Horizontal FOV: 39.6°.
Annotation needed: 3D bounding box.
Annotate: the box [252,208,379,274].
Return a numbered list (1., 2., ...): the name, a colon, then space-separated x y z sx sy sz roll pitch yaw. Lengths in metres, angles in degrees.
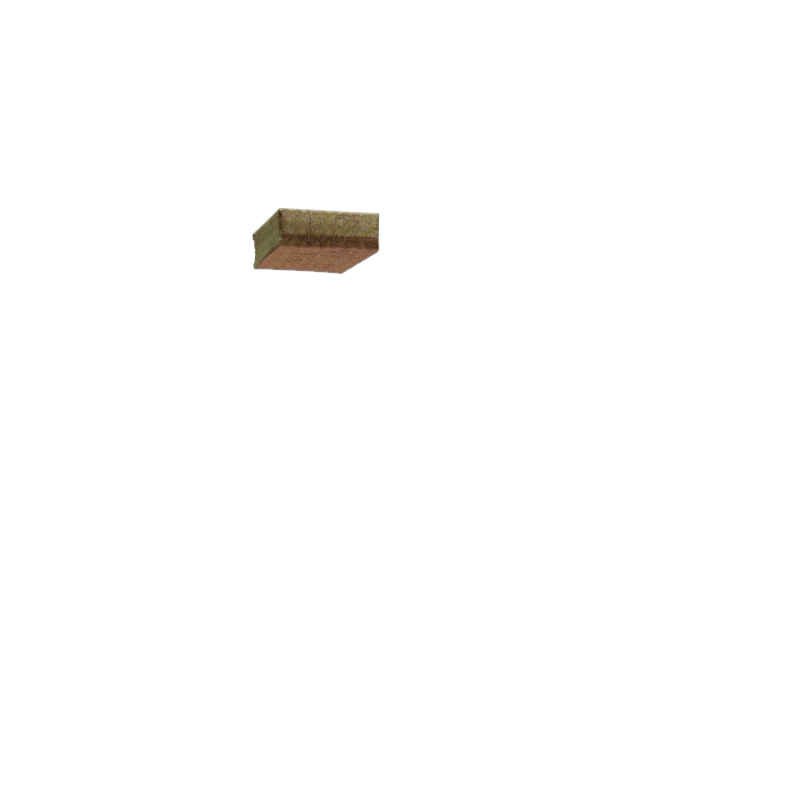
1. box: -0.077 -0.141 0.984 0.088 0.040 0.113 2 -7 -18
